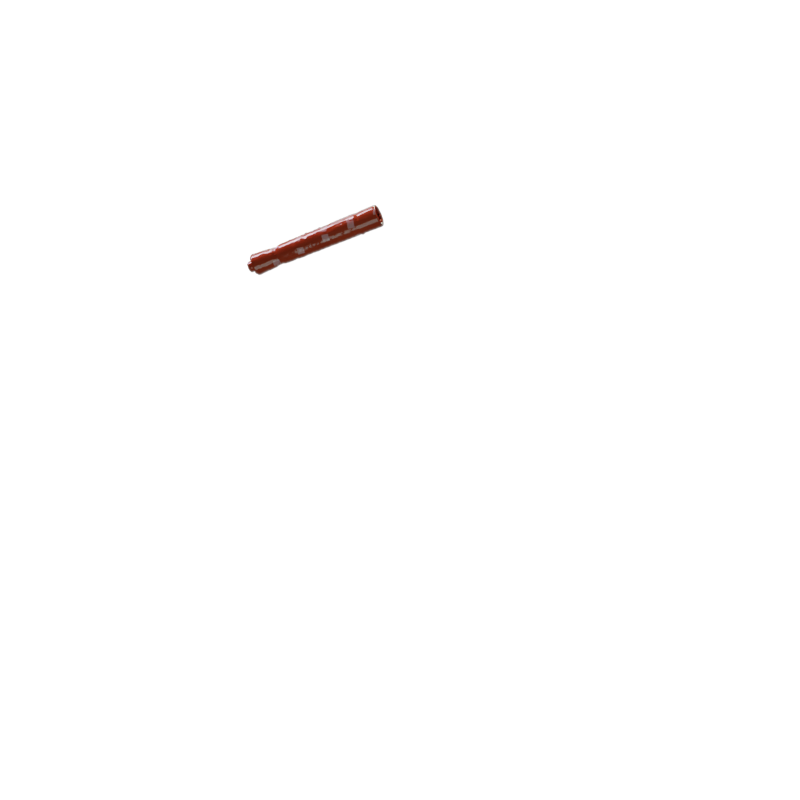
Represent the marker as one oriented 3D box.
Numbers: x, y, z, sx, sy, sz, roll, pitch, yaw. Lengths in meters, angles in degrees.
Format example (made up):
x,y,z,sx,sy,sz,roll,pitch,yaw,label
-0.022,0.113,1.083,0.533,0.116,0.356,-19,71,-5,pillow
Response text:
x,y,z,sx,sy,sz,roll,pitch,yaw,label
-0.072,-0.131,0.920,0.122,0.020,0.019,-19,-1,16,marker
